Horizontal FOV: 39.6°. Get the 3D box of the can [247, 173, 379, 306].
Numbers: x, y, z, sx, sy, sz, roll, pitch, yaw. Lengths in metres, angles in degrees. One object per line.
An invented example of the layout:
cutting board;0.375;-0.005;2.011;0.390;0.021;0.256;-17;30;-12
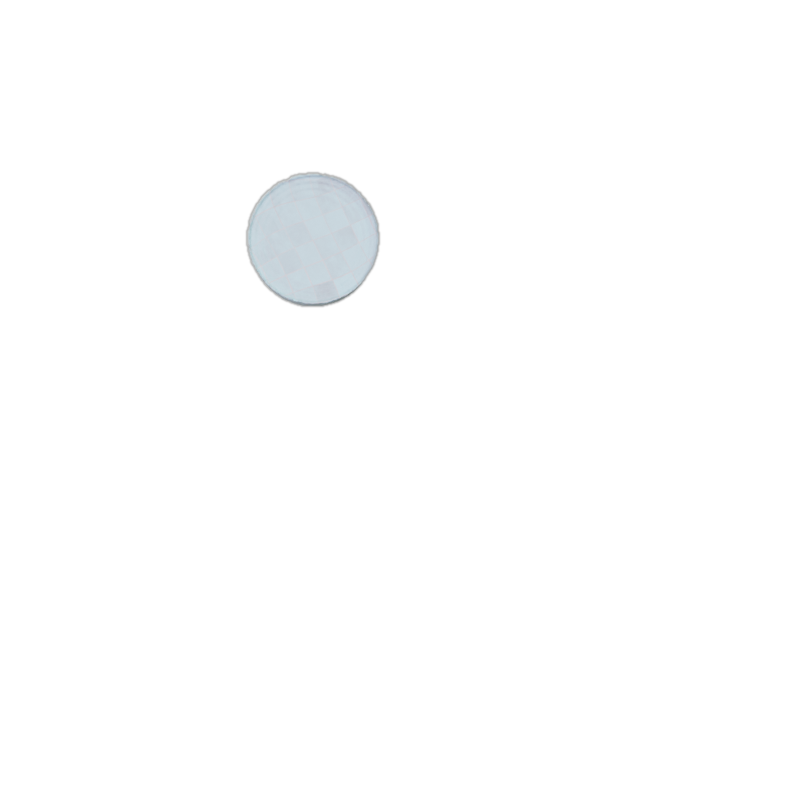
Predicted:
can;-0.058;-0.105;0.735;0.086;0.088;0.033;0;-7;-1
